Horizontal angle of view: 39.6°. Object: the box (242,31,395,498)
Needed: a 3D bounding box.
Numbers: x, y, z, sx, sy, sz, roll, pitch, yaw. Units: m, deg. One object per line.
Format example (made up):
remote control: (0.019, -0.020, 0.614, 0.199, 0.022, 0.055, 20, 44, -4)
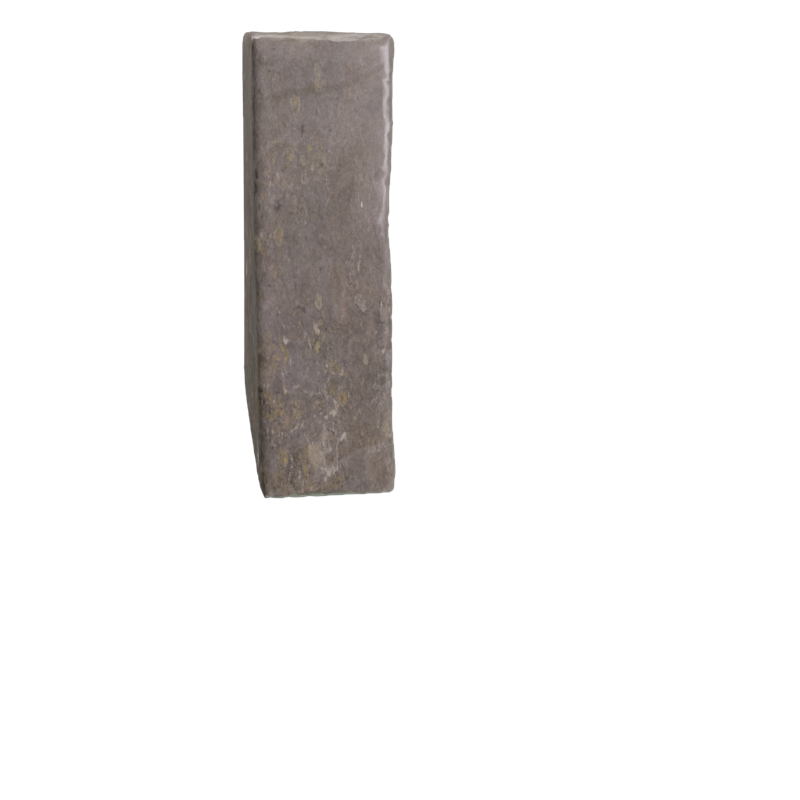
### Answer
box: (-0.045, -0.082, 0.573, 0.071, 0.208, 0.171, -1, 14, -9)
